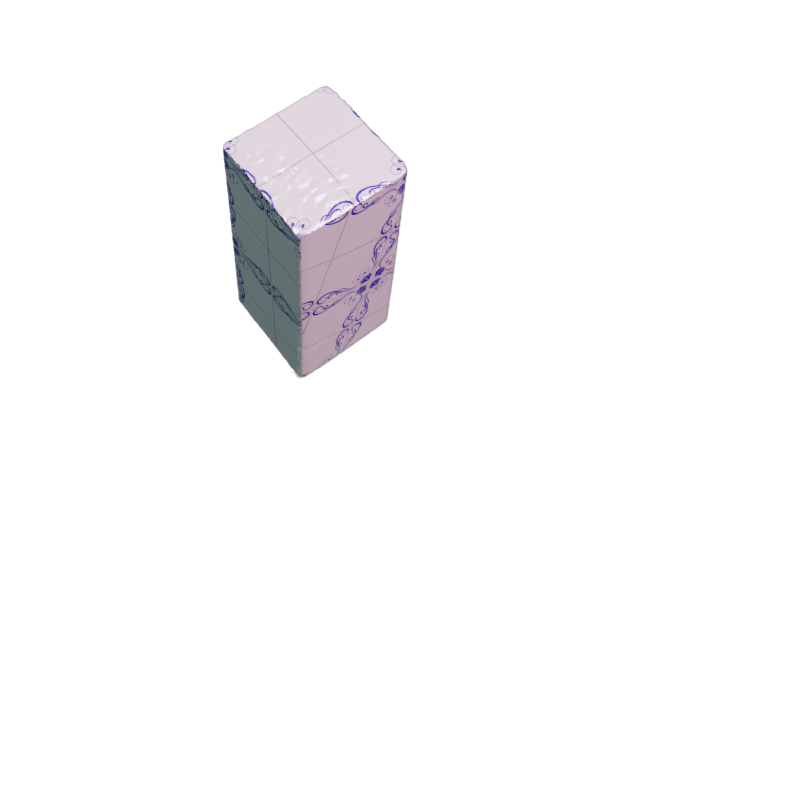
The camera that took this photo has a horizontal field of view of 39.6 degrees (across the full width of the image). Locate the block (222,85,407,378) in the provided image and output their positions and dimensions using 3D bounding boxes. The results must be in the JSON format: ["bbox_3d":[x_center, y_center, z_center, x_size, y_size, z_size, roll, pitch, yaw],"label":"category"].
[{"bbox_3d":[-0.062,-0.114,0.799,0.090,0.096,0.194,-34,-20,-18],"label":"block"}]
